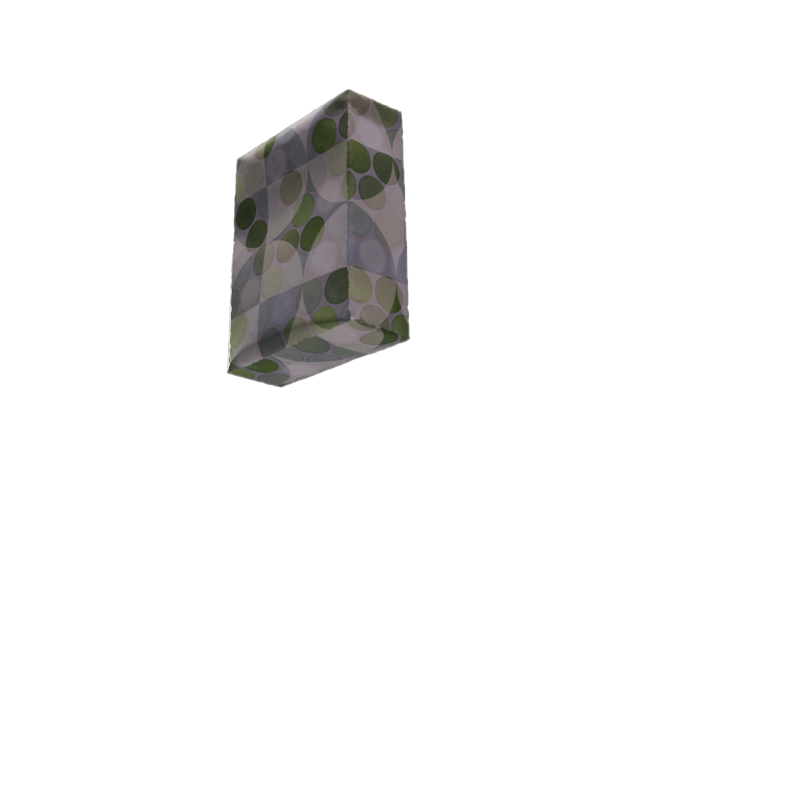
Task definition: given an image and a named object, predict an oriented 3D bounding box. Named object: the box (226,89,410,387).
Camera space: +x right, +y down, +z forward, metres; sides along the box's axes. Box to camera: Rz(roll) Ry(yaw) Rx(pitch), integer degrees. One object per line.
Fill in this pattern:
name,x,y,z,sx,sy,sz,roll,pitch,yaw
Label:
box,-0.075,-0.136,0.952,0.068,0.225,0.165,19,-29,-40
